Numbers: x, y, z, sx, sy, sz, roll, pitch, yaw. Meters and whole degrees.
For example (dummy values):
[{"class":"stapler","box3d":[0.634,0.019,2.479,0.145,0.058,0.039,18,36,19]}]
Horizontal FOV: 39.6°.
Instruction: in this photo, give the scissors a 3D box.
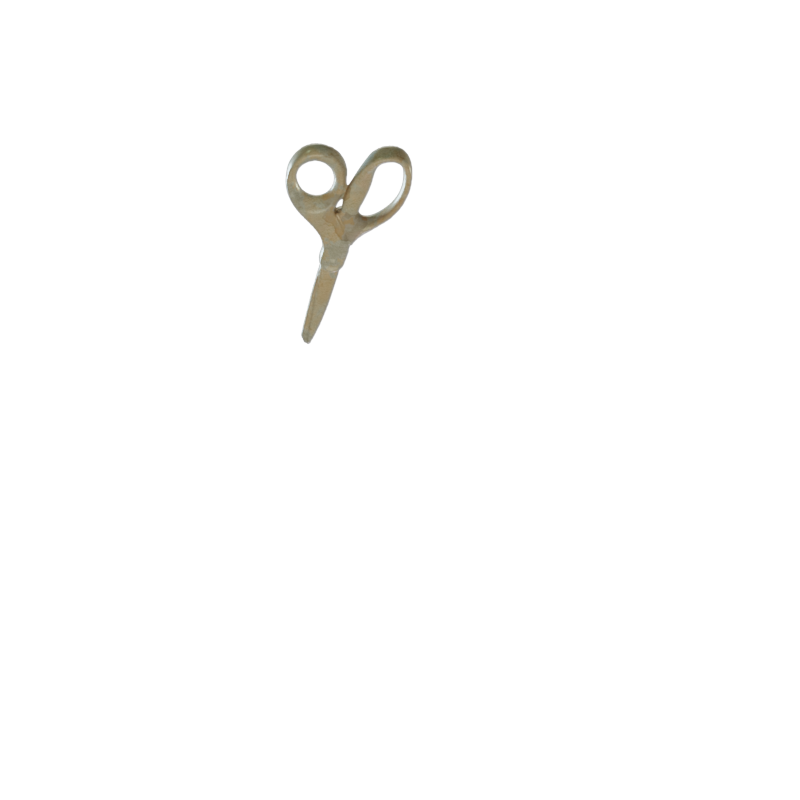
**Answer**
[{"class":"scissors","box3d":[-0.064,-0.116,0.812,0.092,0.017,0.195,22,-48,-22]}]
